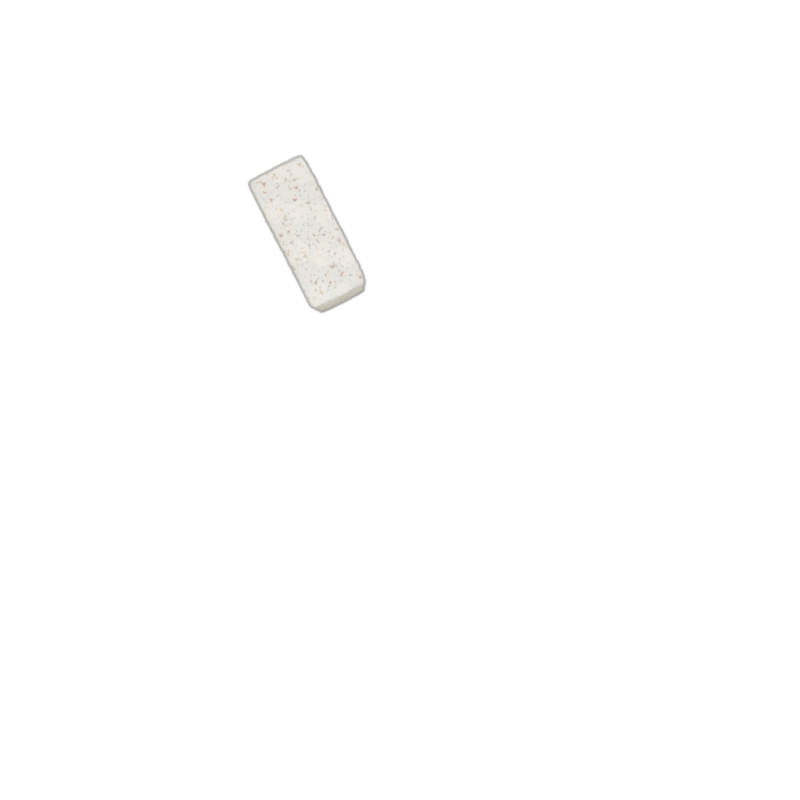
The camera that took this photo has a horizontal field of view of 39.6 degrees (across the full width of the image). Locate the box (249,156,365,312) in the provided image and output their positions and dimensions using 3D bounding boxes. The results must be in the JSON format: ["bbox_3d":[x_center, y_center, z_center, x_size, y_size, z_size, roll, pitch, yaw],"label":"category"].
[{"bbox_3d":[-0.061,-0.112,0.784,0.048,0.094,0.176,-27,3,-2],"label":"box"}]
